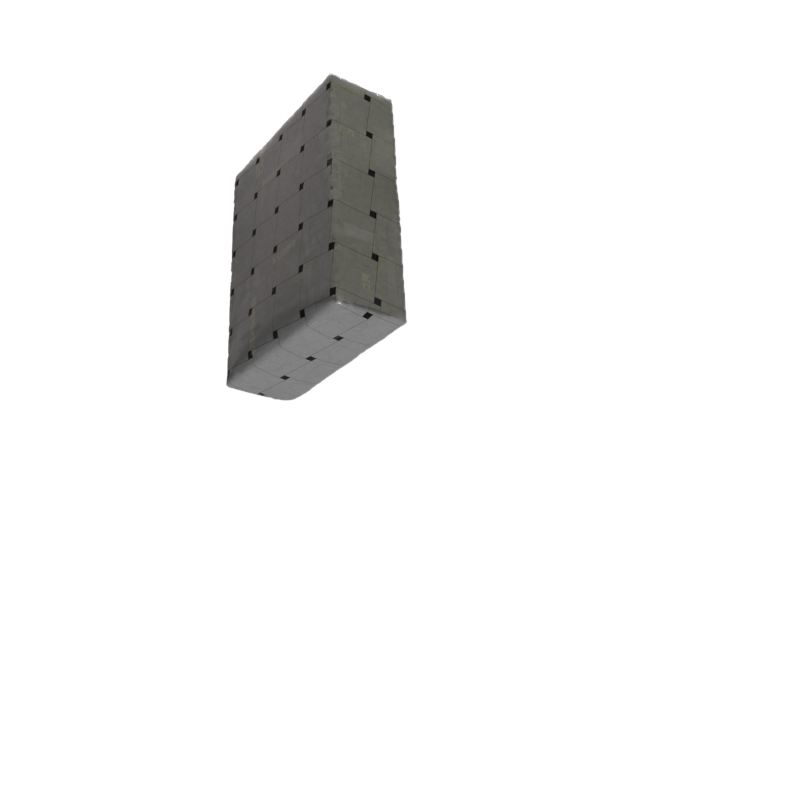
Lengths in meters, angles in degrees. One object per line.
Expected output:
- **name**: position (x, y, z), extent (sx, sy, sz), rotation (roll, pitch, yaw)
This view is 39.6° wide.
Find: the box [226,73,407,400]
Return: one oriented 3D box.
- **box**: position (-0.070, -0.128, 0.897), extent (0.068, 0.228, 0.162), rotation (19, -36, -31)
